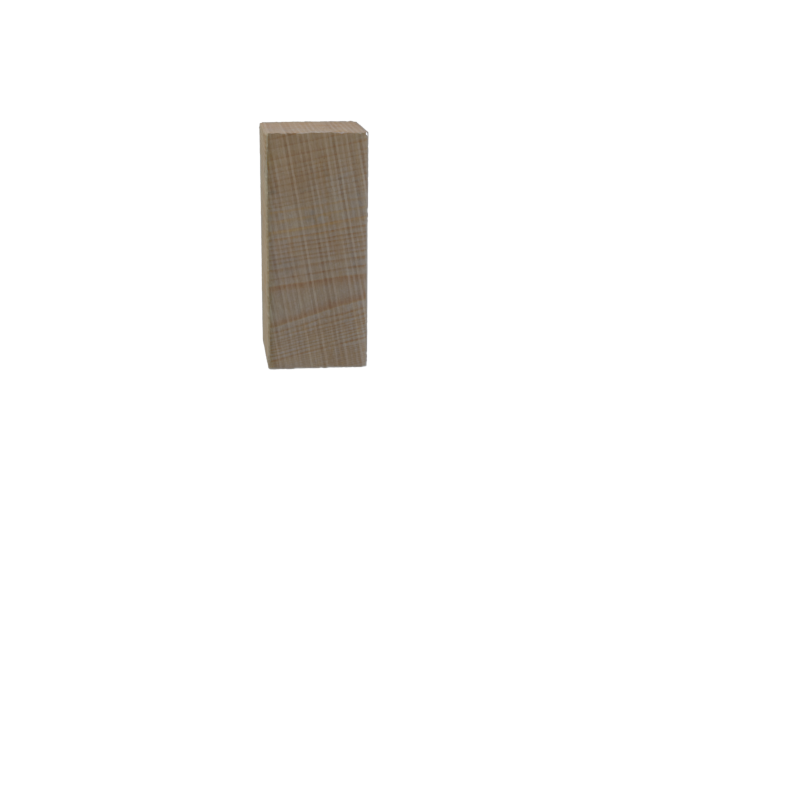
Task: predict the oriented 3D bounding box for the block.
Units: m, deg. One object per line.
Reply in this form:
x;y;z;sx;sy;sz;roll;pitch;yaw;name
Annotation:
-0.078;-0.141;0.987;0.089;0.200;0.095;-1;15;-8;block
